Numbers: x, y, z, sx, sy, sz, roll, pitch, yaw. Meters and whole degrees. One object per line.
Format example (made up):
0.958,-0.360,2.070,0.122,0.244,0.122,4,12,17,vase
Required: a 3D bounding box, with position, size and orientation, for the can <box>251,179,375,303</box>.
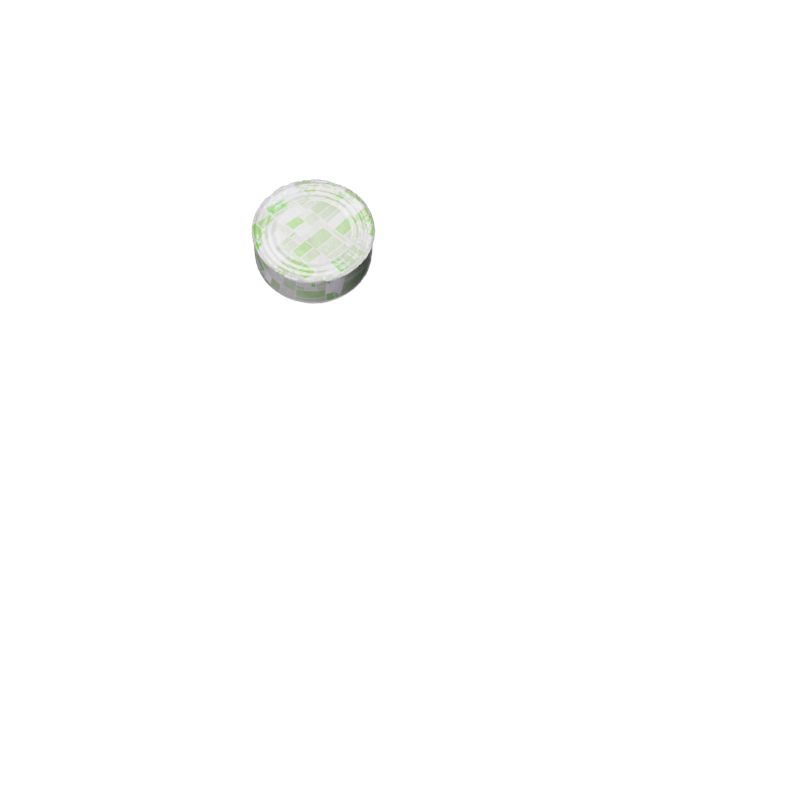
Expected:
-0.061,-0.112,0.785,0.086,0.092,0.031,-1,-30,-1,can
